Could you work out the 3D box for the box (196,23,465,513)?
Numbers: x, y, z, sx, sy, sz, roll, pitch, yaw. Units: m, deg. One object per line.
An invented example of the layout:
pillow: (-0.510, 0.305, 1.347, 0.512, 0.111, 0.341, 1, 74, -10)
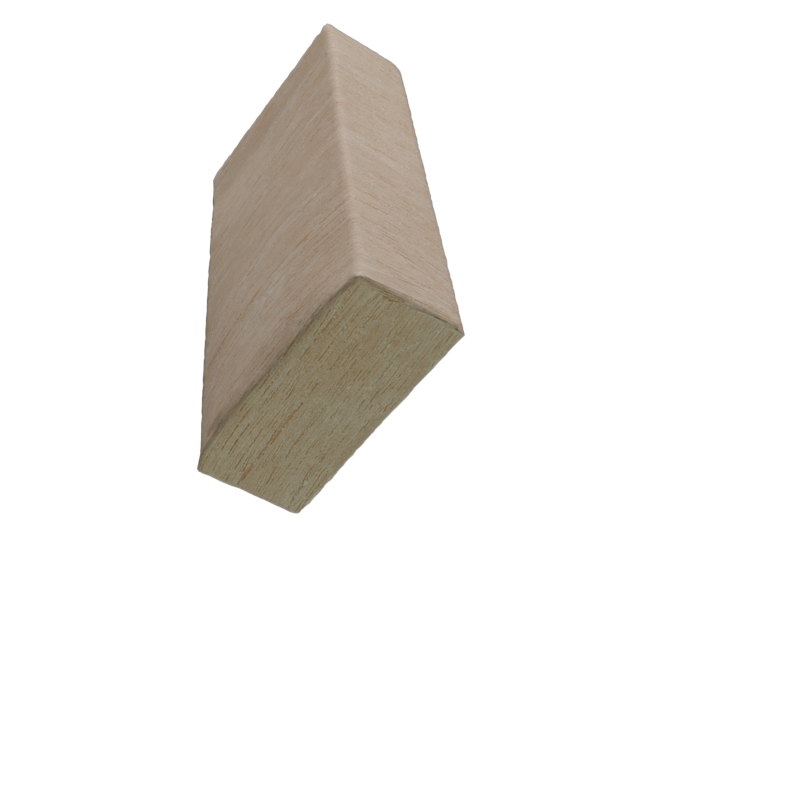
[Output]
box: (-0.031, -0.058, 0.403, 0.046, 0.091, 0.189, 29, 31, -24)
